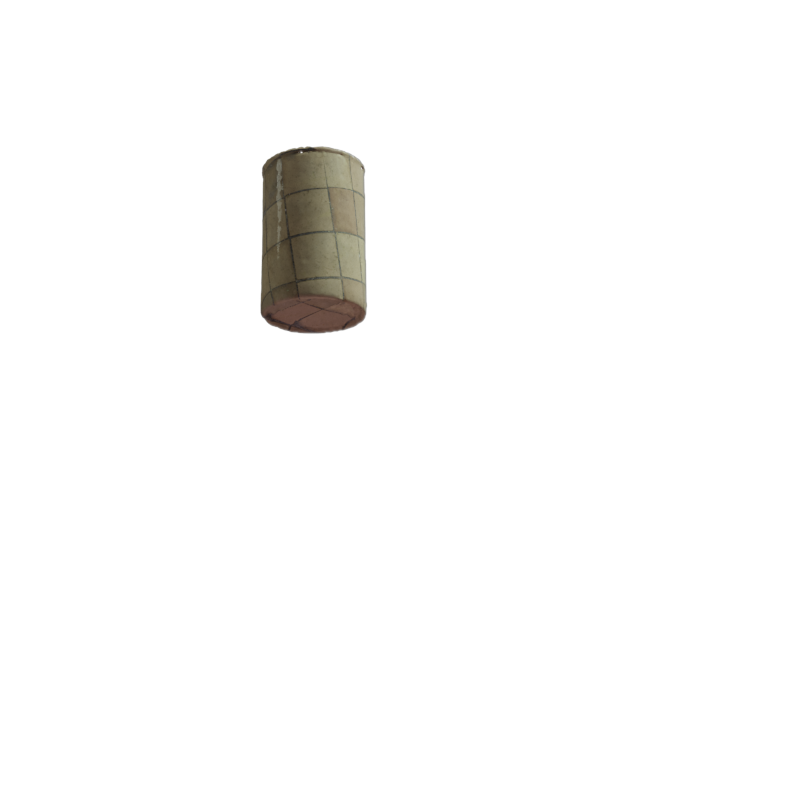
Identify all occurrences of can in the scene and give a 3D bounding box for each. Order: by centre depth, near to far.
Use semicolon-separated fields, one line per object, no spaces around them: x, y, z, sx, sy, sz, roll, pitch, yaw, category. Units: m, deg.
-0.055;-0.101;0.707;0.068;0.108;0.065;0;-21;-2;can
